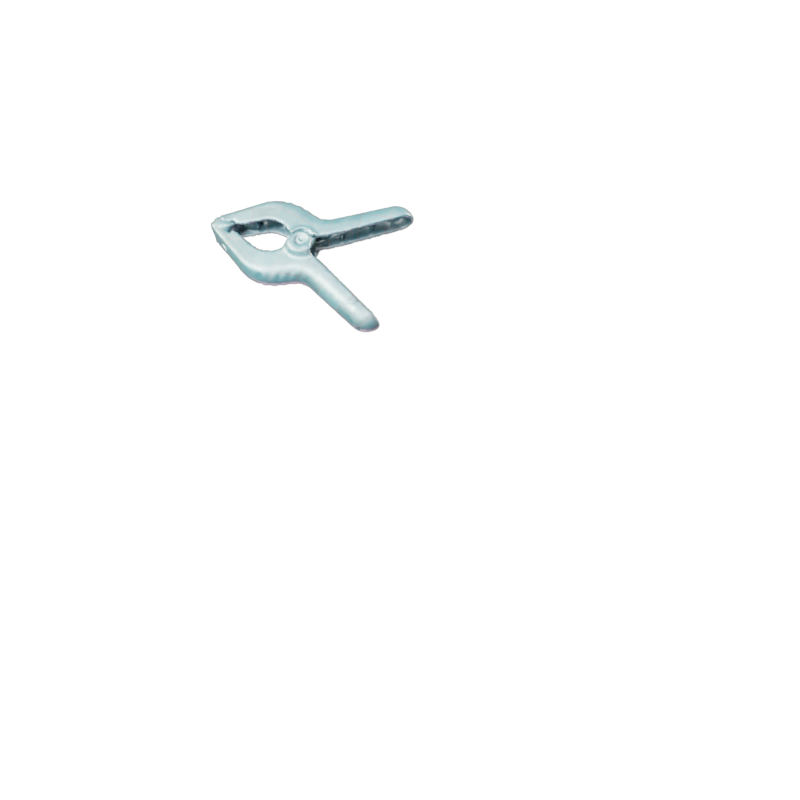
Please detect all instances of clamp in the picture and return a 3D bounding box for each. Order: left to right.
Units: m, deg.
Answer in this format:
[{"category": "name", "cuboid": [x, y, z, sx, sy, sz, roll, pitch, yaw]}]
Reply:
[{"category": "clamp", "cuboid": [-0.075, -0.136, 0.954, 0.177, 0.124, 0.037, 22, -31, 14]}]
